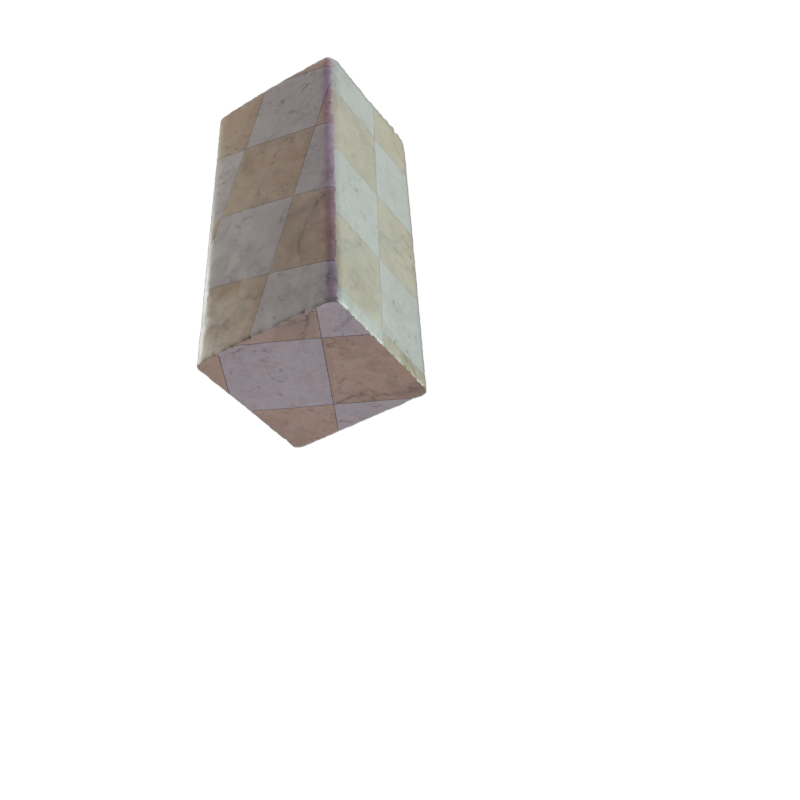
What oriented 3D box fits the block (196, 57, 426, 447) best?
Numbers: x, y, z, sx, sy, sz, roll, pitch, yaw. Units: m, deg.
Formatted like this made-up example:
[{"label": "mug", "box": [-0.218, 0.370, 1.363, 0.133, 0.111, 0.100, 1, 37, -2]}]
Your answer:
[{"label": "block", "box": [-0.050, -0.093, 0.648, 0.090, 0.221, 0.084, -26, -47, 22]}]
